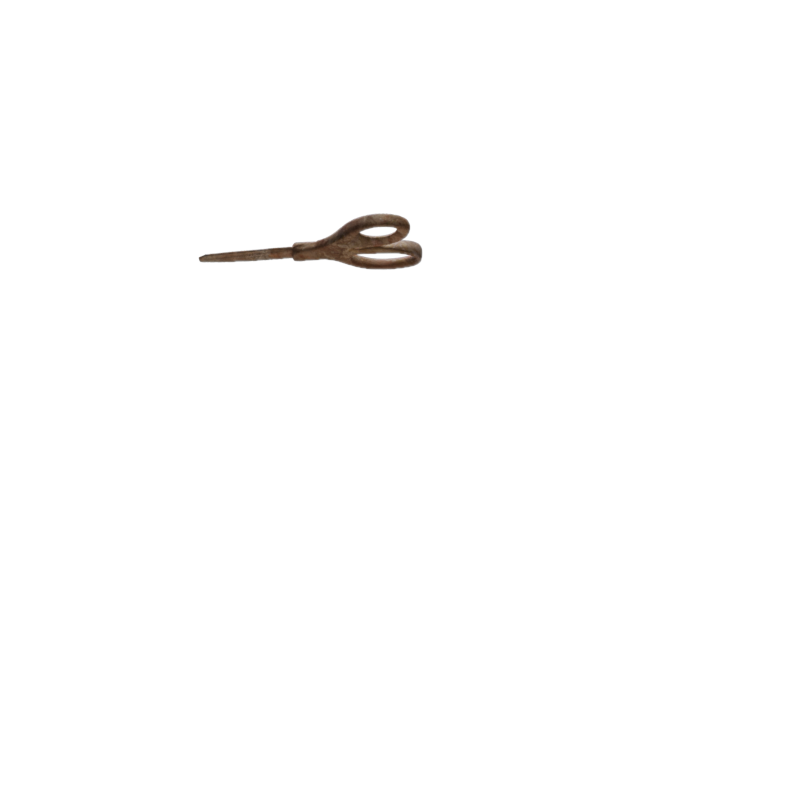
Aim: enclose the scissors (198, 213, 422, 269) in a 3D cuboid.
[{"bbox_3d":[-0.077,-0.141,0.986,0.200,0.017,0.092,3,-22,-6],"label":"scissors"}]
